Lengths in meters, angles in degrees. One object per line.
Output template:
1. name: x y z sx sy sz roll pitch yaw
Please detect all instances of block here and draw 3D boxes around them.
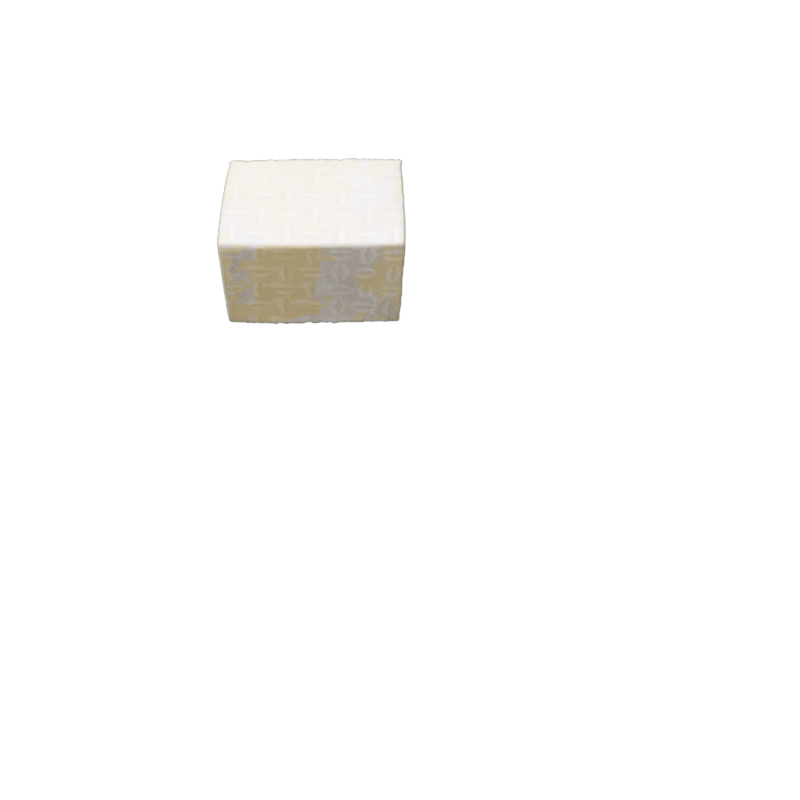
1. block: -0.038 -0.069 0.483 0.078 0.055 0.049 0 -39 -1
